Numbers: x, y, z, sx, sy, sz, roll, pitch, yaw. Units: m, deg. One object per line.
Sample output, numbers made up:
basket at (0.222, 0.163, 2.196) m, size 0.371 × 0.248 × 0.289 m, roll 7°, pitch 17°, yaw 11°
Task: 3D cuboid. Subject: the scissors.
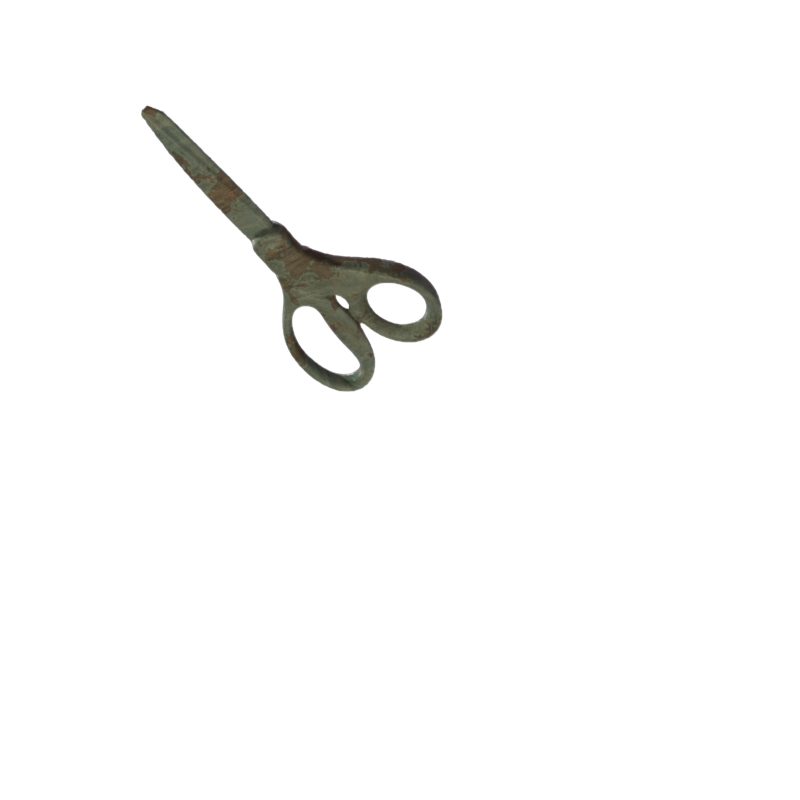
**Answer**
scissors at (-0.044, -0.080, 0.564) m, size 0.097 × 0.187 × 0.017 m, roll -16°, pitch 38°, yaw 13°
